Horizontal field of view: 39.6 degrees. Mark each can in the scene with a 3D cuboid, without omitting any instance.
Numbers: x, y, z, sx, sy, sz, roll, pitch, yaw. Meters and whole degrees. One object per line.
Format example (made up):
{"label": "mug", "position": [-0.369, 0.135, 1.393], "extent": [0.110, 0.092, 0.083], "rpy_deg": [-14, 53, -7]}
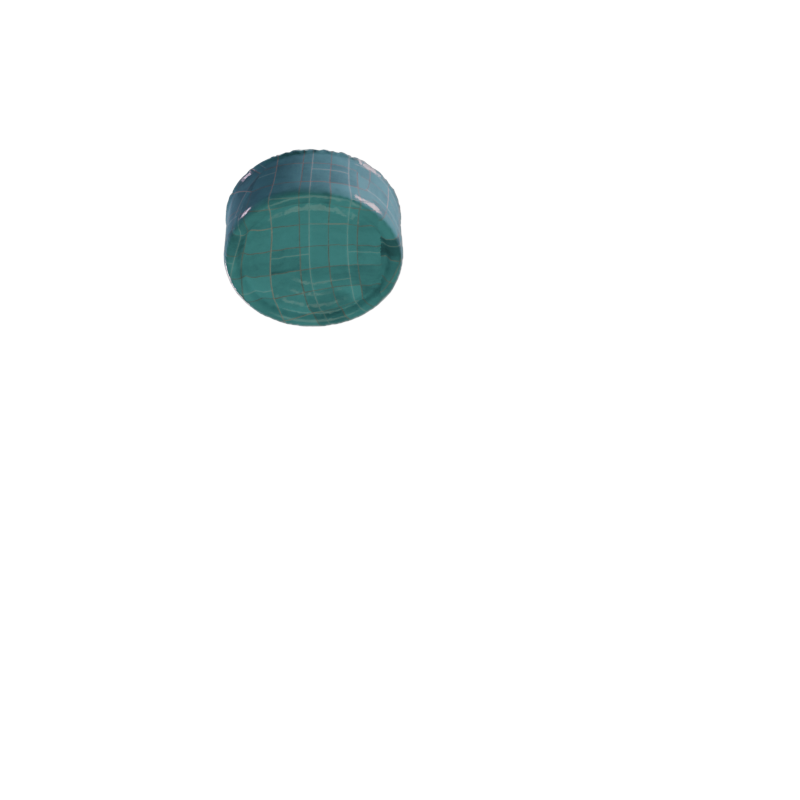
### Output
{"label": "can", "position": [-0.041, -0.075, 0.529], "extent": [0.086, 0.080, 0.036], "rpy_deg": [1, 44, -1]}
